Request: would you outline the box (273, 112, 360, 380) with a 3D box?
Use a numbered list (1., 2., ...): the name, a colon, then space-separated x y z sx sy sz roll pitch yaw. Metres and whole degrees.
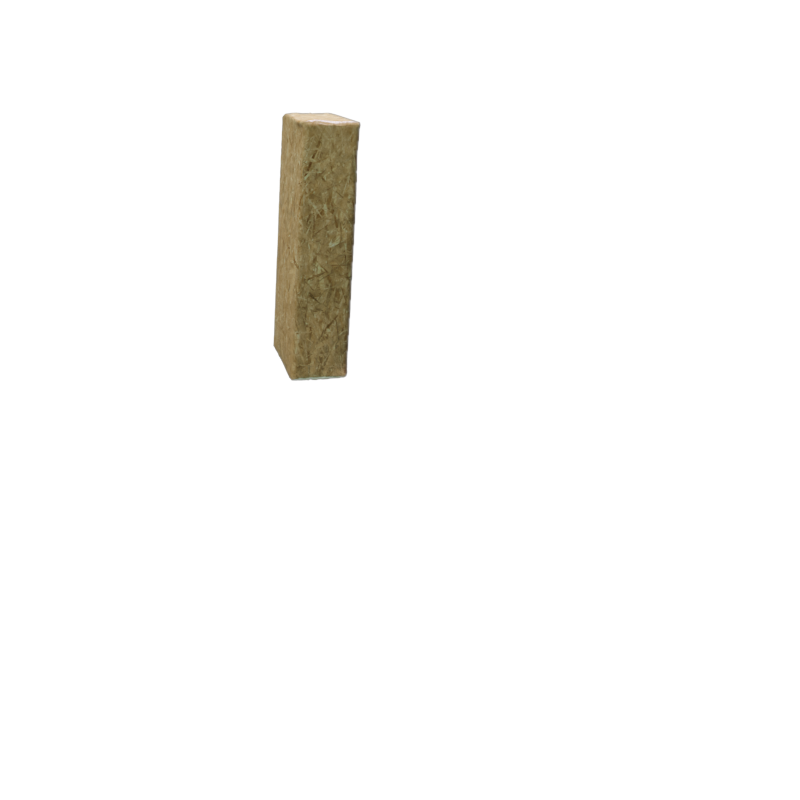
1. box: -0.061 -0.111 0.775 0.047 0.172 0.097 -2 12 -14
